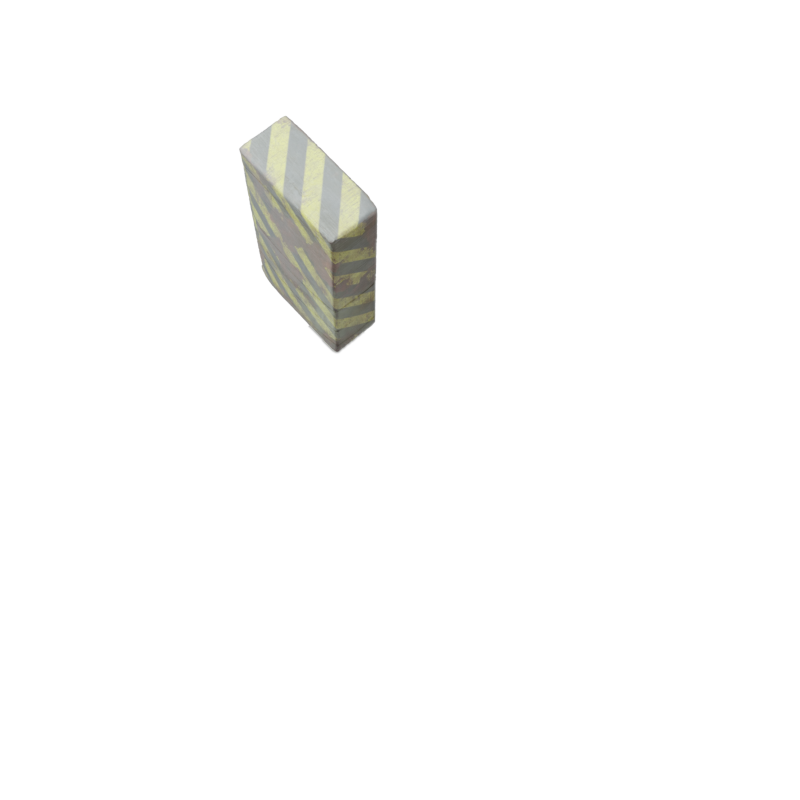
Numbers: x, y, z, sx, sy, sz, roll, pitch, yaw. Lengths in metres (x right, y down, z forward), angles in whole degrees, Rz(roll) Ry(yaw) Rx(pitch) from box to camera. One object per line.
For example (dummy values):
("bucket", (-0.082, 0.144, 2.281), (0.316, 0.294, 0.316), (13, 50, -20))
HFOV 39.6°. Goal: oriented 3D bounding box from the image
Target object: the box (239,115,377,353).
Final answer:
("box", (-0.059, -0.108, 0.758), (0.048, 0.098, 0.167), (-37, -16, -17))
